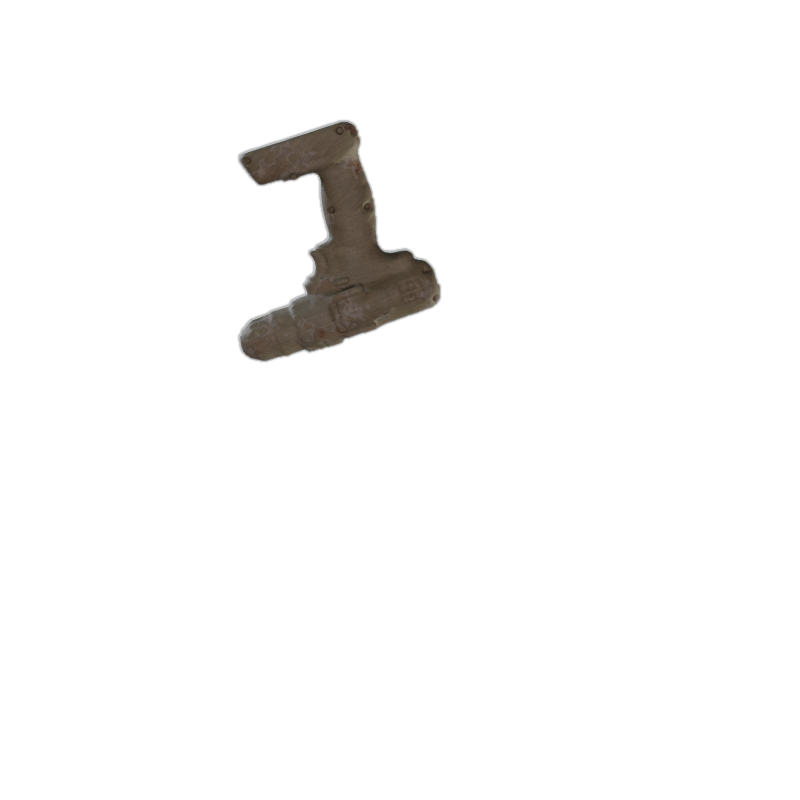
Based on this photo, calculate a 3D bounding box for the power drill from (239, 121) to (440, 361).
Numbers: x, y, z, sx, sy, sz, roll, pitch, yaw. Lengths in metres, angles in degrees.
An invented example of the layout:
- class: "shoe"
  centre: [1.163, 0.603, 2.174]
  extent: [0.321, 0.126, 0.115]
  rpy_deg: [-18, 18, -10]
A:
- class: "power drill"
  centre: [-0.076, -0.139, 0.976]
  extent: [0.184, 0.184, 0.058]
  rpy_deg: [-19, 8, 2]
